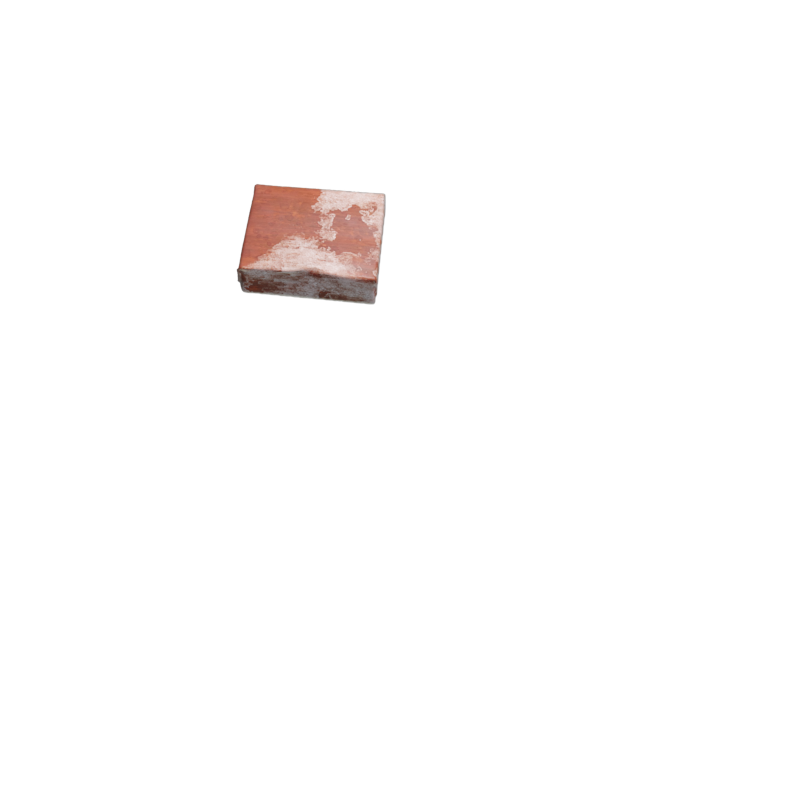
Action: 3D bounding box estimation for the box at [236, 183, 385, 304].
[{"bbox_3d":[-0.056,-0.103,0.719,0.090,0.078,0.028,5,-36,3],"label":"box"}]
